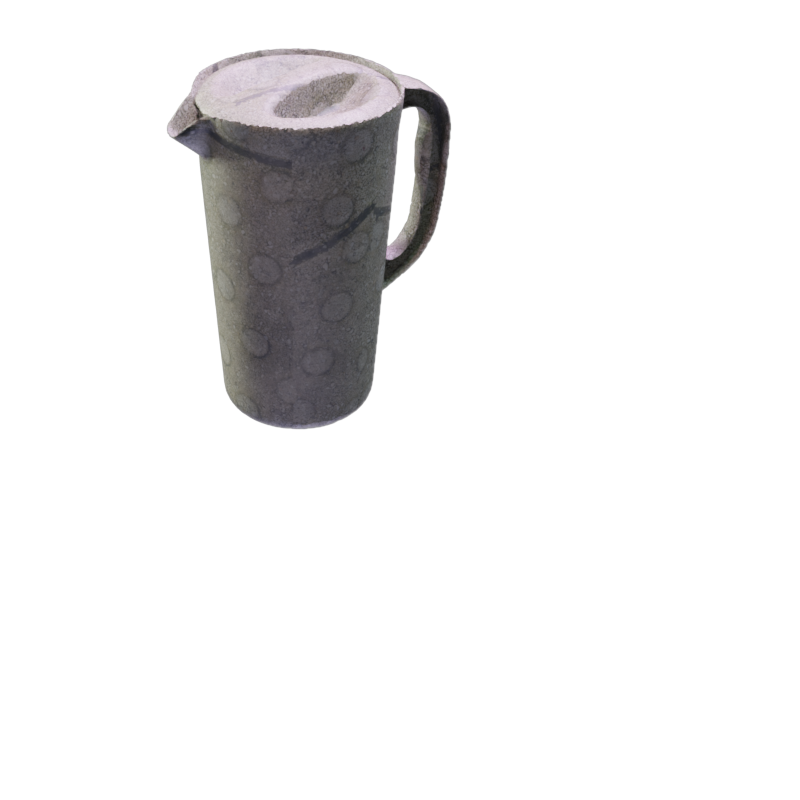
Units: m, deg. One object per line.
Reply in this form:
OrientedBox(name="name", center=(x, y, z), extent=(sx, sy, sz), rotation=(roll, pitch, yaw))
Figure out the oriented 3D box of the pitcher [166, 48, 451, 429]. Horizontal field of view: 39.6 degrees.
OrientedBox(name="pitcher", center=(-0.059, -0.107, 0.748), extent=(0.154, 0.228, 0.150), rotation=(13, 35, 16))
